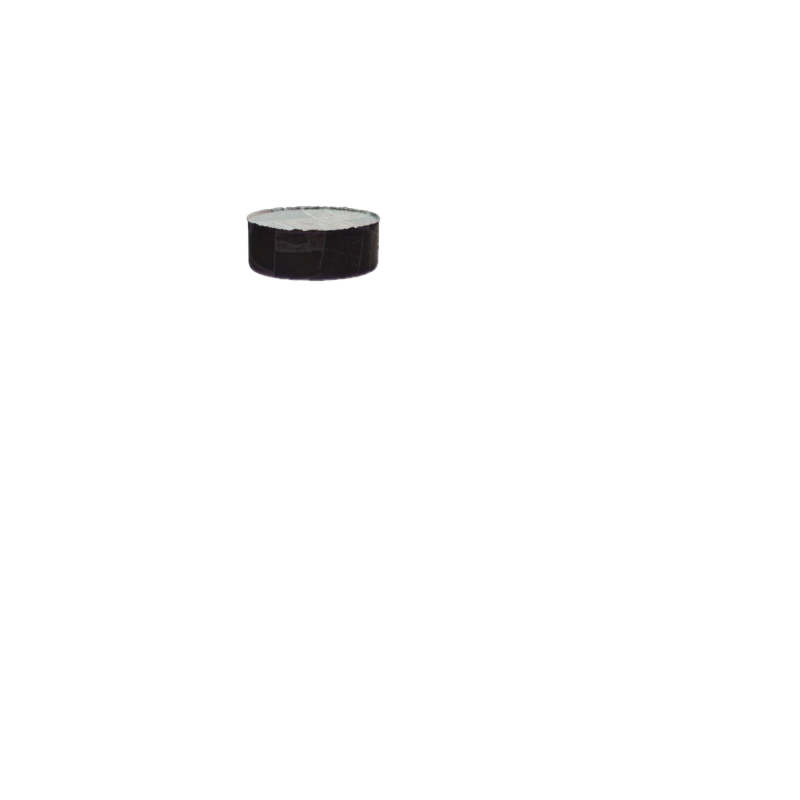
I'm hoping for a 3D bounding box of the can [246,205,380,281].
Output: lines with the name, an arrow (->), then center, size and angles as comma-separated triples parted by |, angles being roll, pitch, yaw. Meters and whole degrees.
can -> -0.056, -0.102, 0.714 | 0.086, 0.032, 0.089 | -1, 18, -2
